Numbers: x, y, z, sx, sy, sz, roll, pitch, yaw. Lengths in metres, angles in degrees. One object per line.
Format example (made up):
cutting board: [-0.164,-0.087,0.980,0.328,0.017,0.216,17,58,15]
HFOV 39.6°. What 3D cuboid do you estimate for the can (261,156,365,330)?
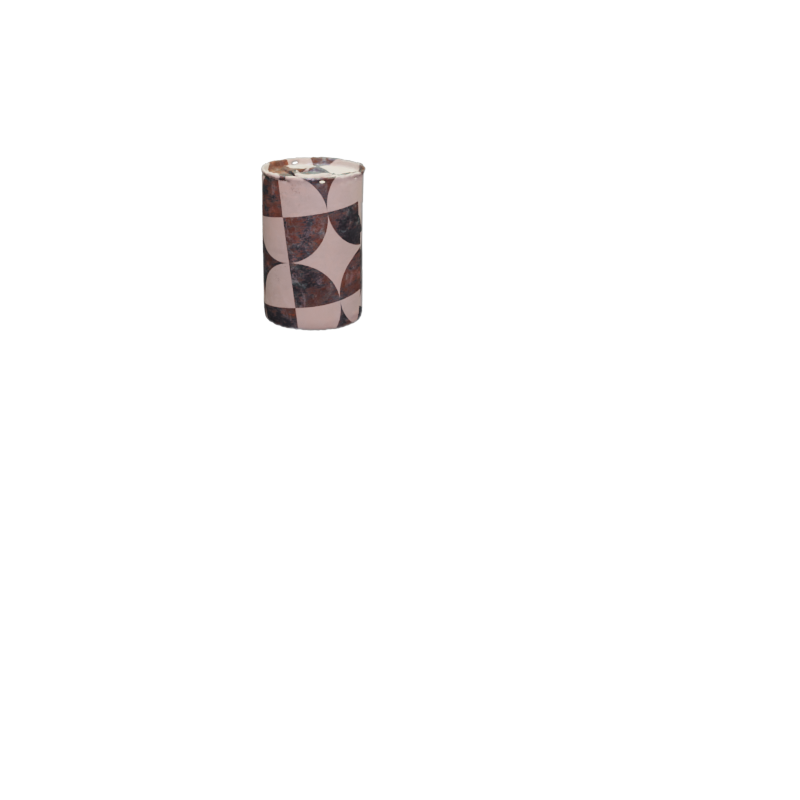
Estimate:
can: [-0.057,-0.105,0.734,0.068,0.098,0.071,0,19,-2]
